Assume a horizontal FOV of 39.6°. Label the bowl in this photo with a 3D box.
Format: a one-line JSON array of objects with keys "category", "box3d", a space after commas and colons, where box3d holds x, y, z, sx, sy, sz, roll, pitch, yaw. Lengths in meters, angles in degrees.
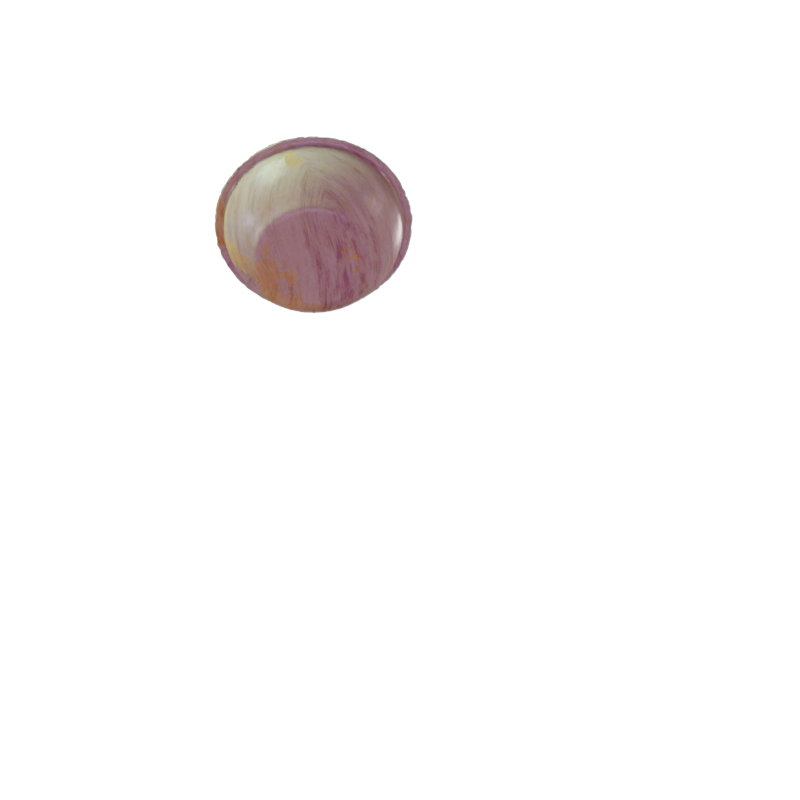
[{"category": "bowl", "box3d": [-0.069, -0.127, 0.887, 0.162, 0.152, 0.059, 1, 32, -1]}]
